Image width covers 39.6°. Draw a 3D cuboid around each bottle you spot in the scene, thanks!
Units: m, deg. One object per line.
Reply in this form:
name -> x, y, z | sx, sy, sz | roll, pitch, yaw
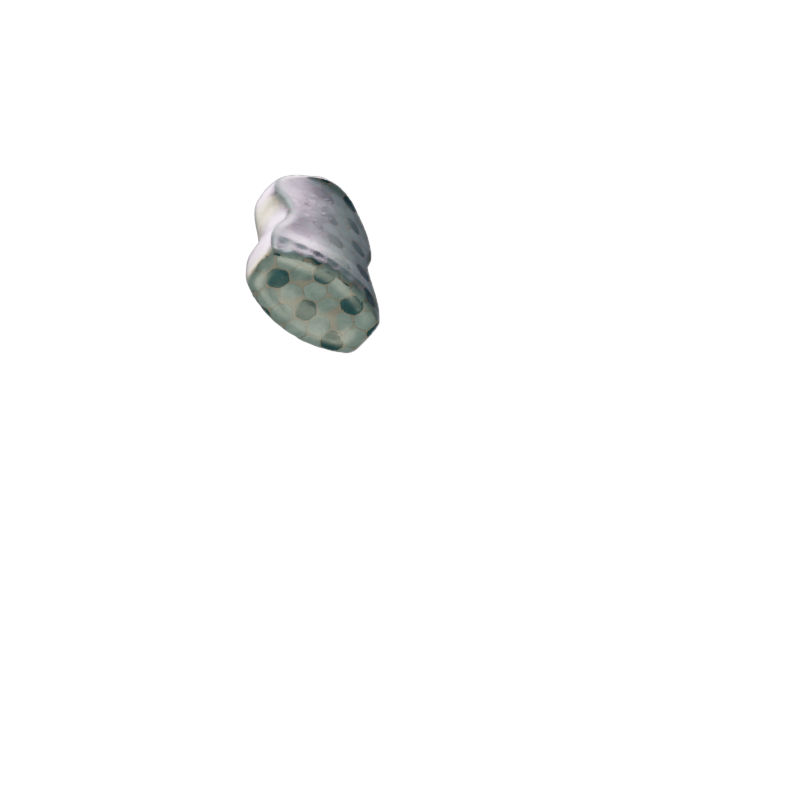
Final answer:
bottle -> -0.064, -0.117, 0.819 | 0.092, 0.057, 0.204 | 31, 25, -21
